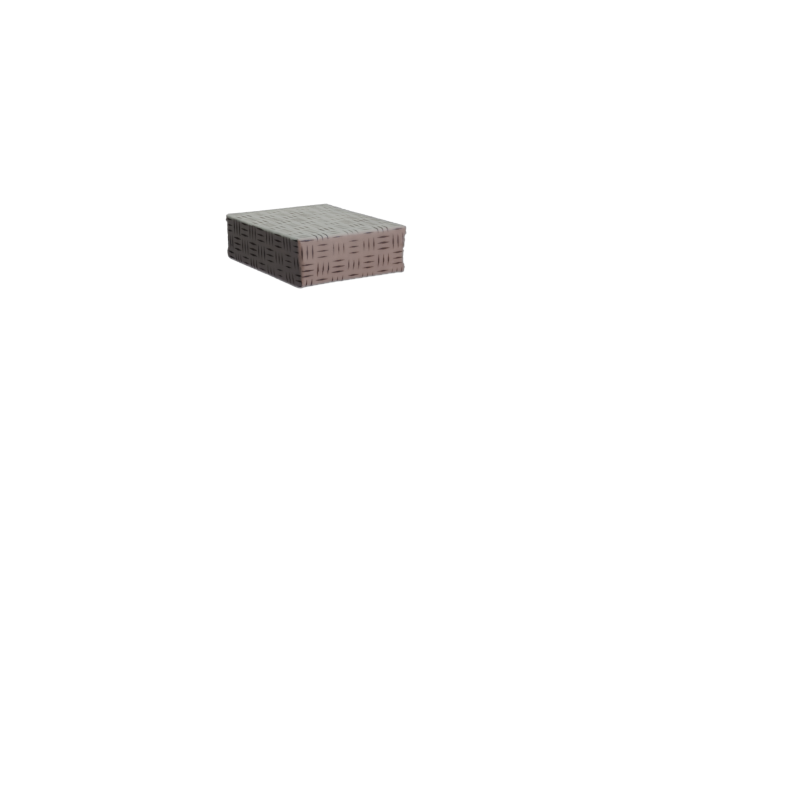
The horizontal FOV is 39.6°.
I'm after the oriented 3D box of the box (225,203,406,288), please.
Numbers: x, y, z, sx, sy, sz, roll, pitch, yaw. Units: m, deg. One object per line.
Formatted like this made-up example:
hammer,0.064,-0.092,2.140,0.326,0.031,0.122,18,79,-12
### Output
box,-0.063,-0.116,0.809,0.088,0.037,0.121,-13,24,-31
